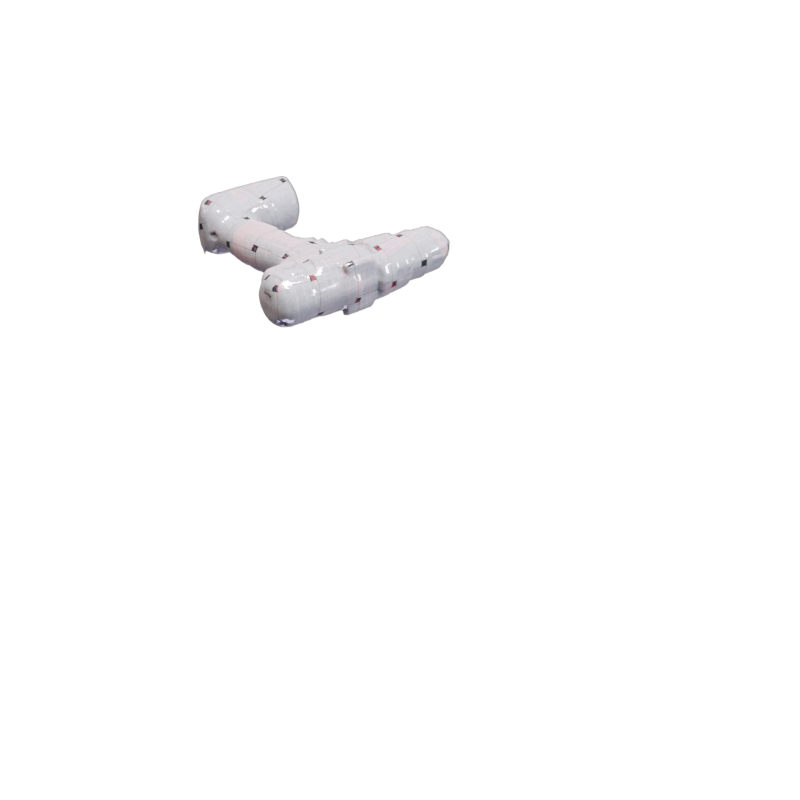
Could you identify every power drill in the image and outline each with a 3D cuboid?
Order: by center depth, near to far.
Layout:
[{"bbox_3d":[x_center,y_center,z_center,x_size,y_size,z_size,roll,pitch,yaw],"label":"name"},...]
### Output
[{"bbox_3d":[-0.076,-0.139,0.972,0.182,0.054,0.201,-21,37,-31],"label":"power drill"}]
